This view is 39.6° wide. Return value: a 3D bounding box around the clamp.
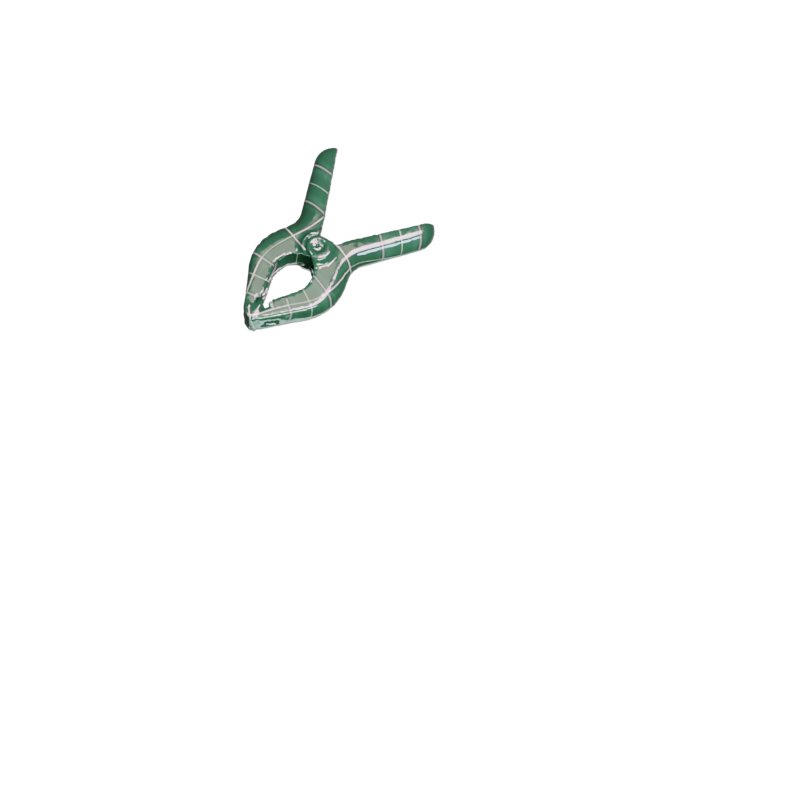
[{"bbox_3d":[-0.071,-0.129,0.901,0.172,0.127,0.037,-37,-23,-19],"label":"clamp"}]
